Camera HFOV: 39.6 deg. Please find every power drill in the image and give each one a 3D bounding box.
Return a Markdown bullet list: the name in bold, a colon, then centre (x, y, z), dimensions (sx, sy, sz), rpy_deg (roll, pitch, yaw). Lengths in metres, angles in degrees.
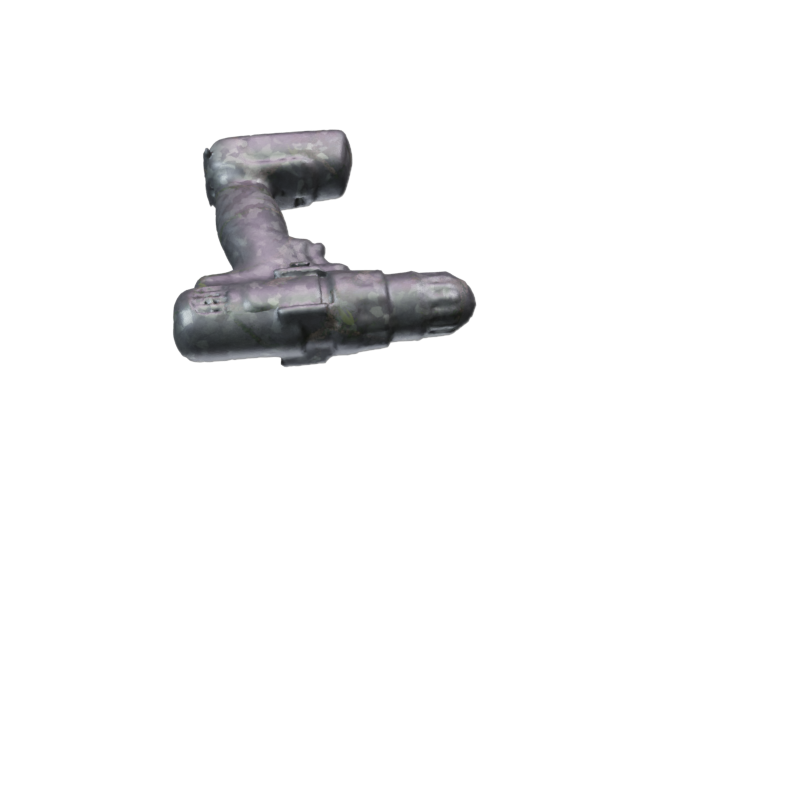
- **power drill**: centre (-0.057, -0.104, 0.726), dimensions (0.183, 0.053, 0.202), rpy_deg (-5, 44, -6)
